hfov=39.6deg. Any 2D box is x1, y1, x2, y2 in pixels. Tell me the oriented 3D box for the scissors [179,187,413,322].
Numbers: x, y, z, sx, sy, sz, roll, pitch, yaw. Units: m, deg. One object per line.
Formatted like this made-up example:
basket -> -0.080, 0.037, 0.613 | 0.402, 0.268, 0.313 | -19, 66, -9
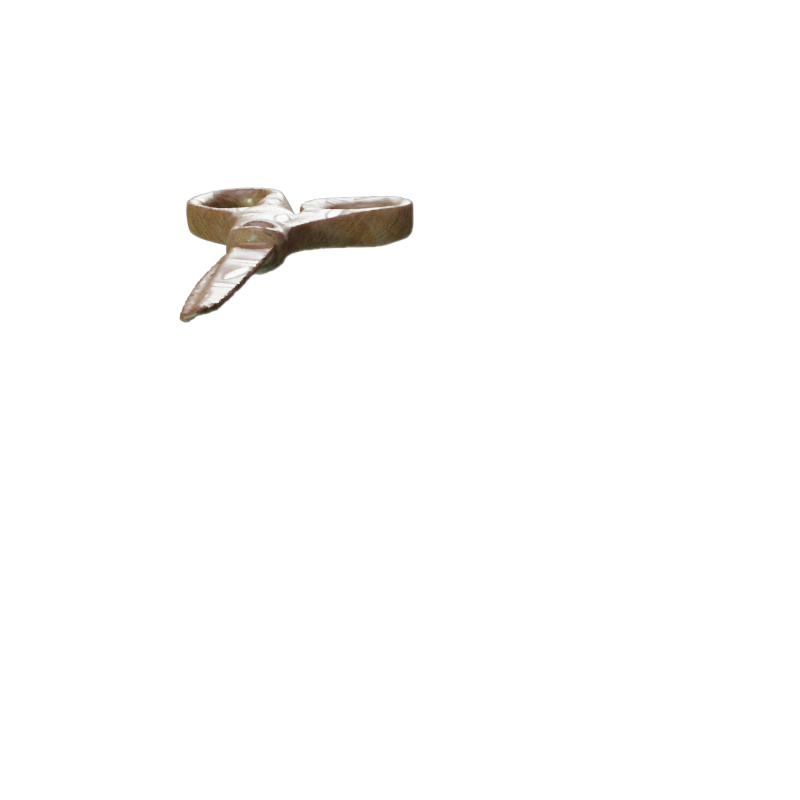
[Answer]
scissors -> -0.029, -0.052, 0.366 | 0.095, 0.015, 0.211 | -4, 18, -12
